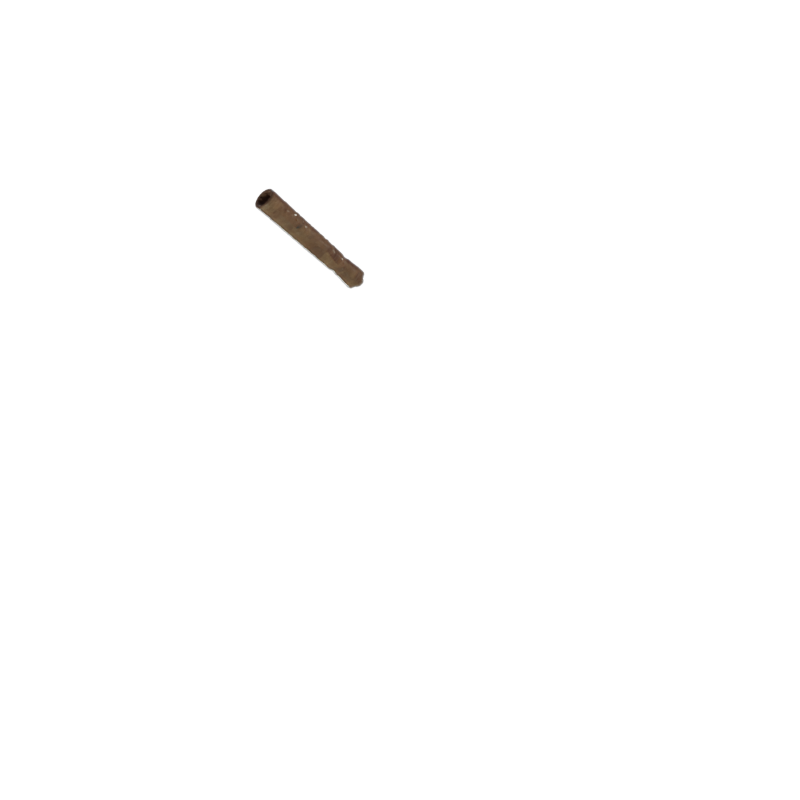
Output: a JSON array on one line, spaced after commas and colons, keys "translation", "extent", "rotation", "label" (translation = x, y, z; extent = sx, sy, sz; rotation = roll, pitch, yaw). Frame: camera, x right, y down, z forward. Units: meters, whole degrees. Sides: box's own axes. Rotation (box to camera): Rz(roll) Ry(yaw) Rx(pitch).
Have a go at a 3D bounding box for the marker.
[{"translation": [-0.070, -0.127, 0.891], "extent": [0.021, 0.020, 0.113], "rotation": [3, -29, 50], "label": "marker"}]
